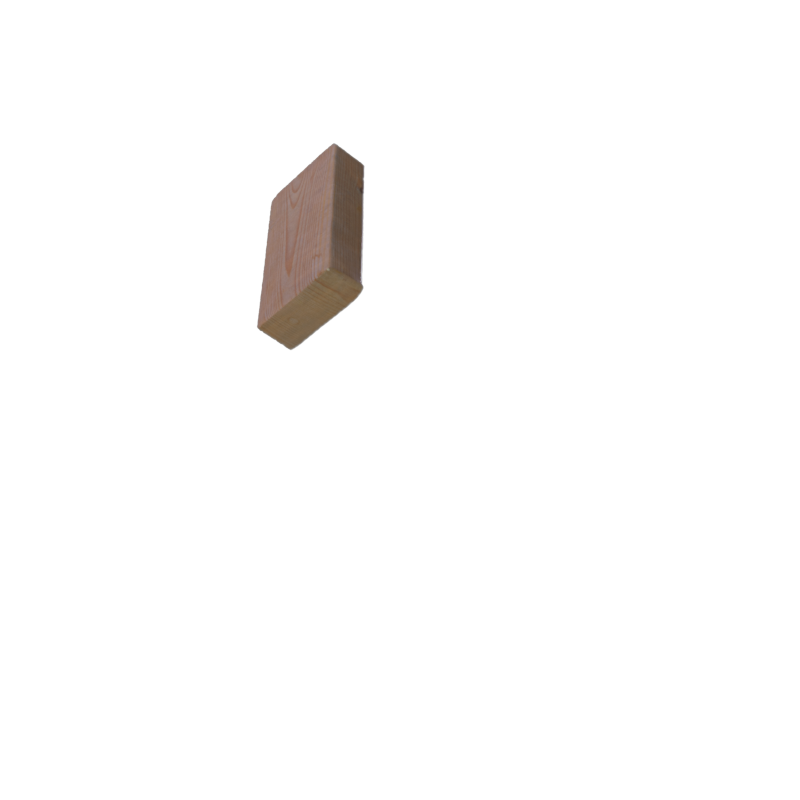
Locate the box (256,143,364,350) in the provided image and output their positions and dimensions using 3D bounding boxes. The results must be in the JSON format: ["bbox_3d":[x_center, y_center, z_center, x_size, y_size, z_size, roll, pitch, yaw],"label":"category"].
[{"bbox_3d":[-0.076,-0.137,0.962,0.045,0.189,0.092,33,-56,-31],"label":"box"}]
